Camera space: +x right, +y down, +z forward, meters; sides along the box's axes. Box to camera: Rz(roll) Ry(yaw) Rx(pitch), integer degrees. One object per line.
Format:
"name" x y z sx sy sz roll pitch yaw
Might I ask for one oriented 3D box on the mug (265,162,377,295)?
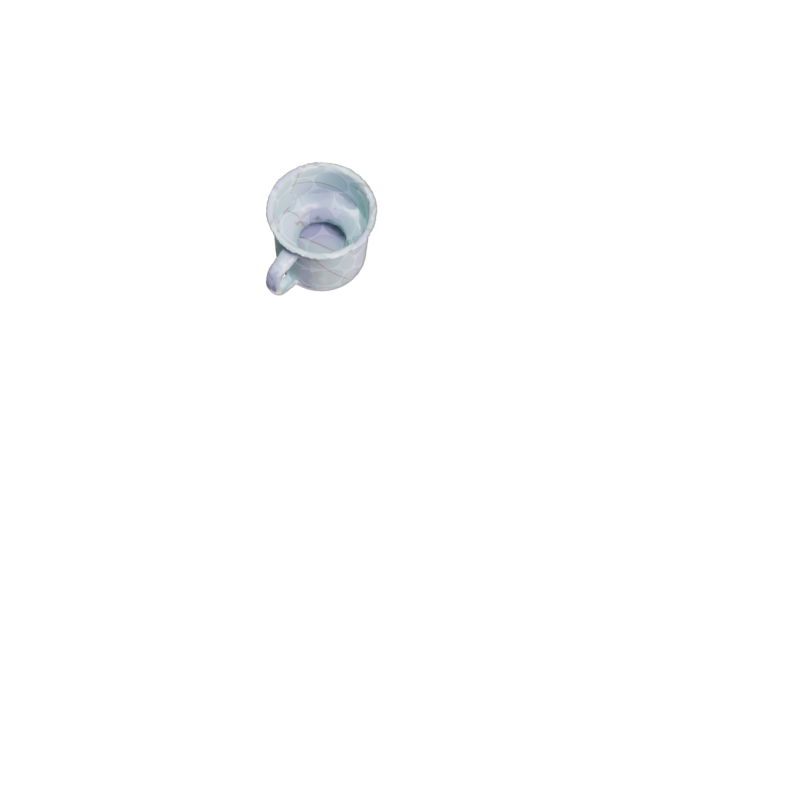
"mug" -0.075 -0.137 0.957 0.096 0.120 0.077 31 -22 12
